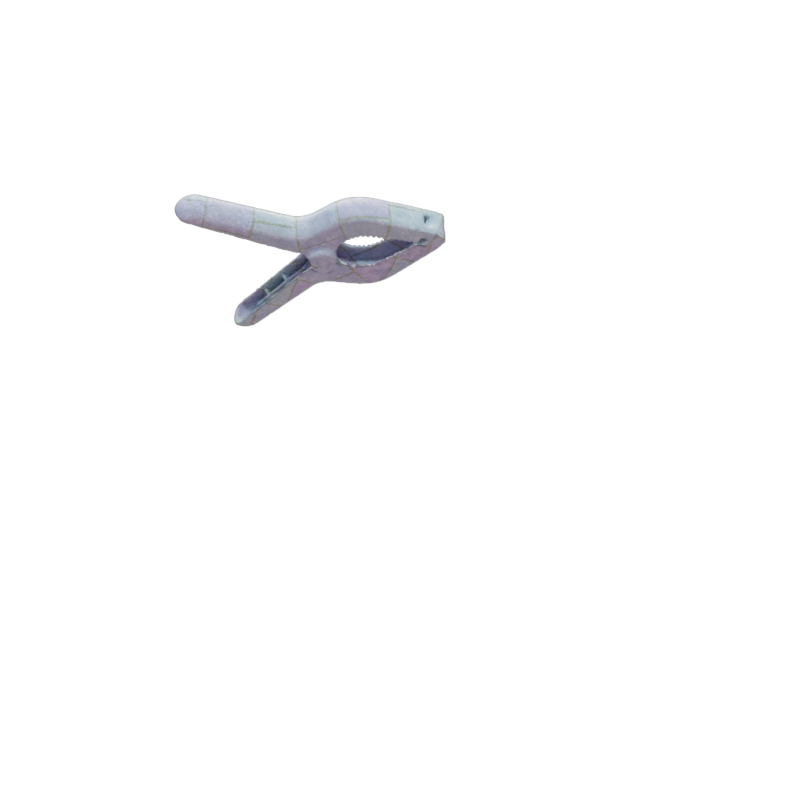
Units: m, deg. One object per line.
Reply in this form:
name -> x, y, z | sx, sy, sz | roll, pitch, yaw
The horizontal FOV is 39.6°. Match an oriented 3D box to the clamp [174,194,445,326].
clamp -> -0.071, -0.129, 0.904 | 0.212, 0.039, 0.152 | -11, -35, 16
